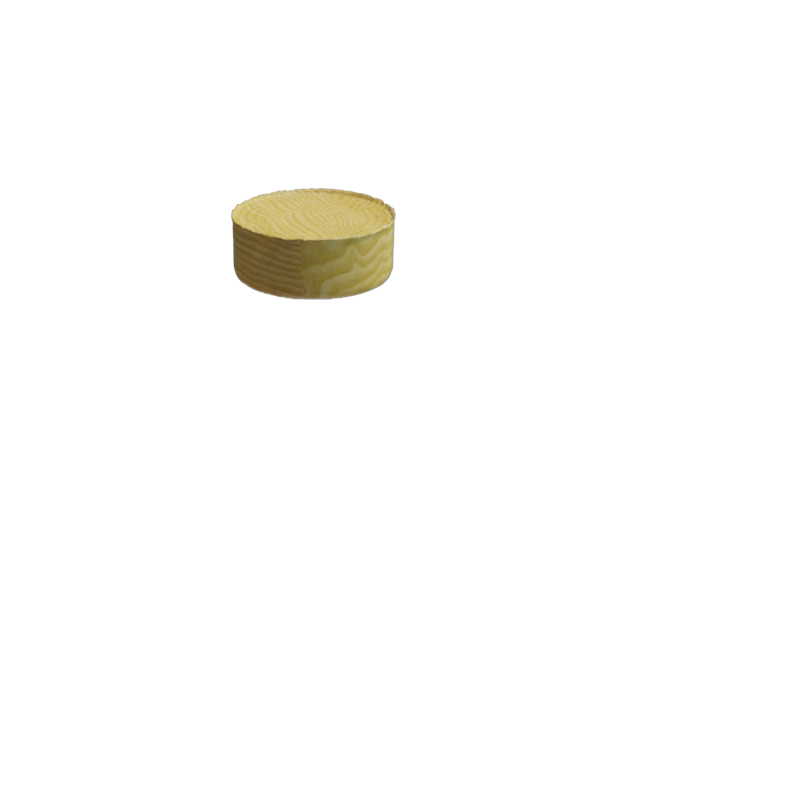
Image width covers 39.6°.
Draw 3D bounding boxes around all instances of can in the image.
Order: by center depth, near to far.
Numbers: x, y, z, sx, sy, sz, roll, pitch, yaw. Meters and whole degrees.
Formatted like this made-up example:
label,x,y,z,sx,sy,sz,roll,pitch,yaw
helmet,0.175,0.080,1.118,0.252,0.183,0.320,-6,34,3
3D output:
label,x,y,z,sx,sy,sz,roll,pitch,yaw
can,-0.046,-0.083,0.582,0.086,0.032,0.090,-1,26,-2
